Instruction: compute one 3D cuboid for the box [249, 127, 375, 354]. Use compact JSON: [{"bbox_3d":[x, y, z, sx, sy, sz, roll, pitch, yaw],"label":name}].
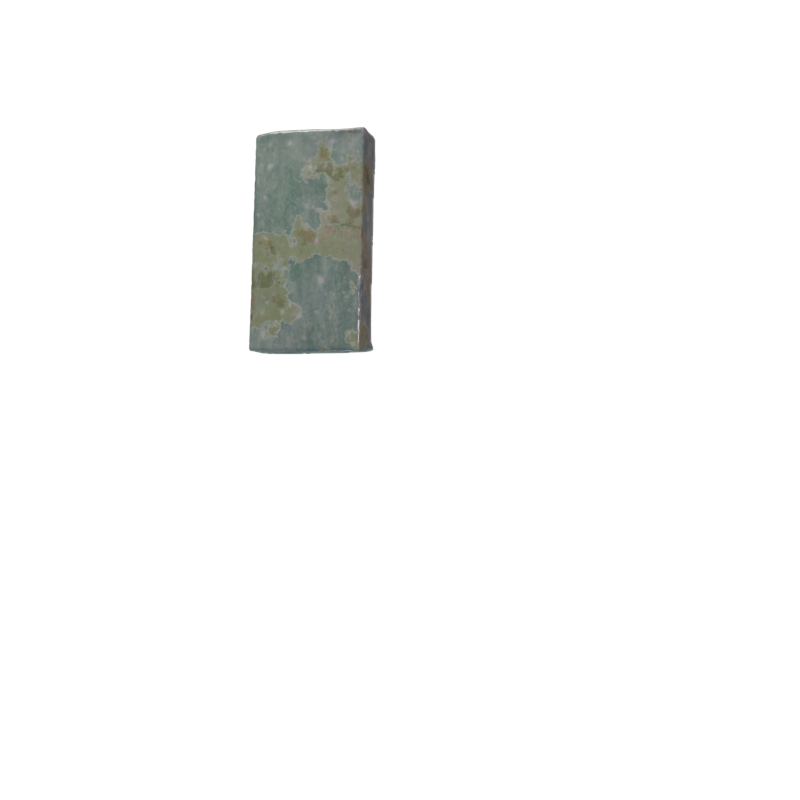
[{"bbox_3d":[-0.069,-0.126,0.879,0.095,0.179,0.046,-2,-7,15],"label":"box"}]
